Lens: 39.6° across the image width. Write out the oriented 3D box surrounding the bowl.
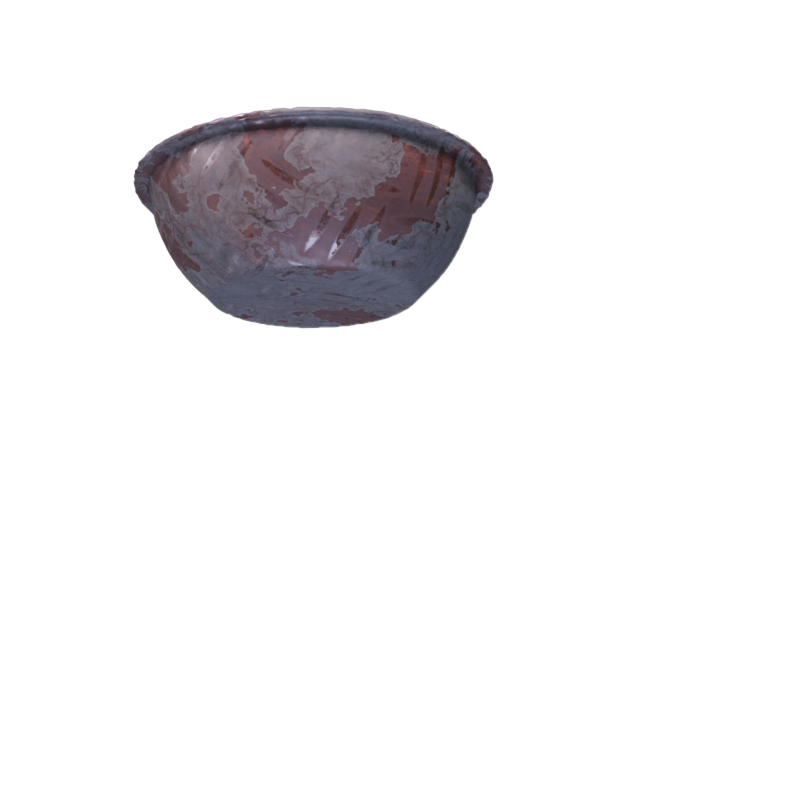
[{"bbox_3d":[-0.039,-0.071,0.494,0.162,0.057,0.156,0,-14,-2],"label":"bowl"}]
